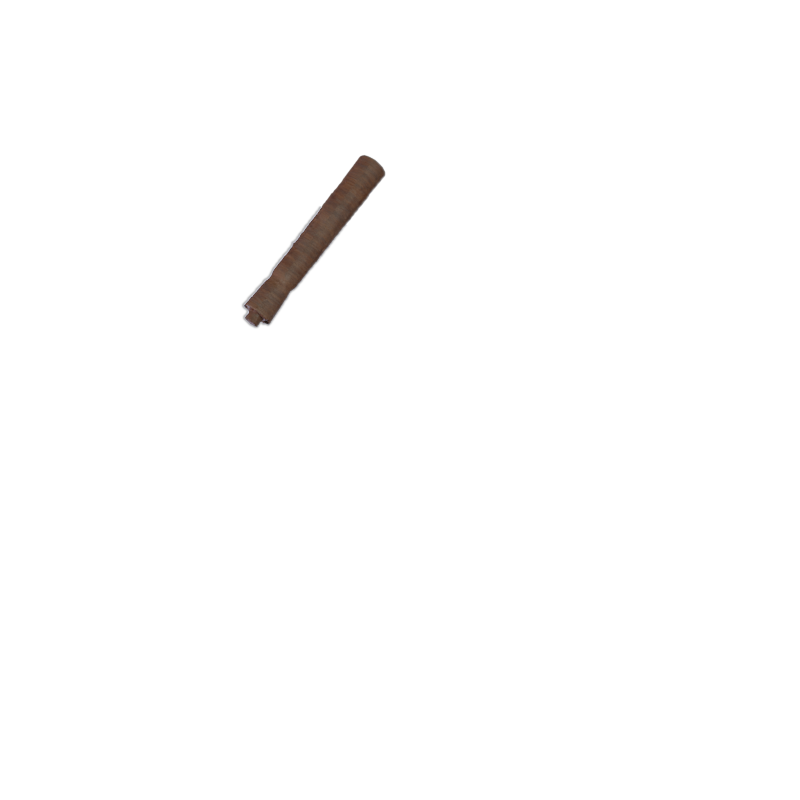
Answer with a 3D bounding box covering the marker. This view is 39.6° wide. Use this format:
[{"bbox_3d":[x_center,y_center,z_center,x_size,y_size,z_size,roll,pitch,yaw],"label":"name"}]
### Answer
[{"bbox_3d":[-0.050,-0.092,0.643,0.020,0.123,0.019,34,-16,8],"label":"marker"}]
